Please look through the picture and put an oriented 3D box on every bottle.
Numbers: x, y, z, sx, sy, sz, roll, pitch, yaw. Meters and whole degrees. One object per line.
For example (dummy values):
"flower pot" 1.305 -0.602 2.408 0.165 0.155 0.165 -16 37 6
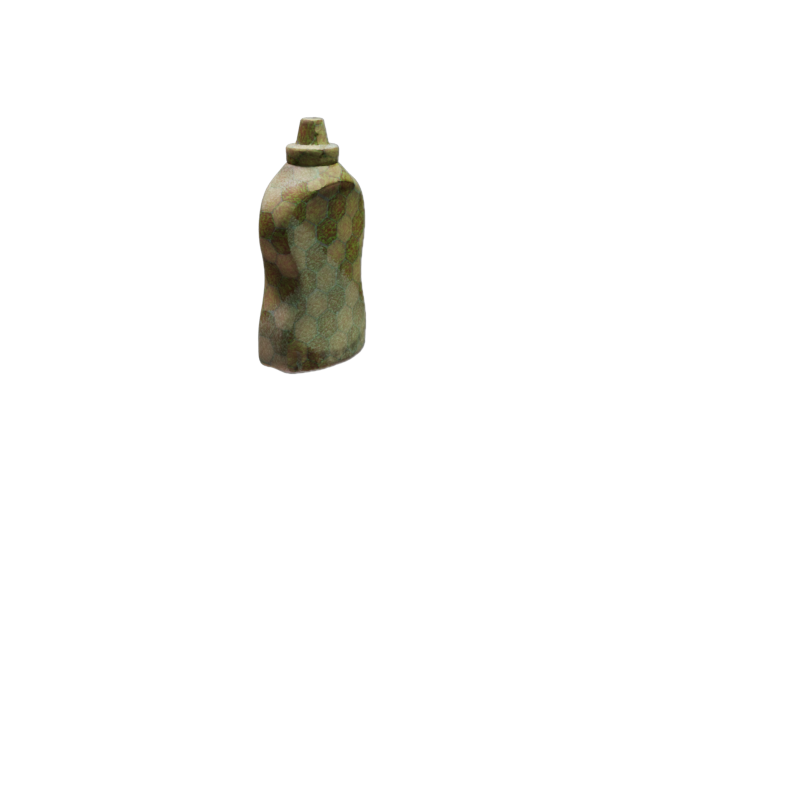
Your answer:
"bottle" -0.068 -0.123 0.860 0.062 0.185 0.094 14 20 42
